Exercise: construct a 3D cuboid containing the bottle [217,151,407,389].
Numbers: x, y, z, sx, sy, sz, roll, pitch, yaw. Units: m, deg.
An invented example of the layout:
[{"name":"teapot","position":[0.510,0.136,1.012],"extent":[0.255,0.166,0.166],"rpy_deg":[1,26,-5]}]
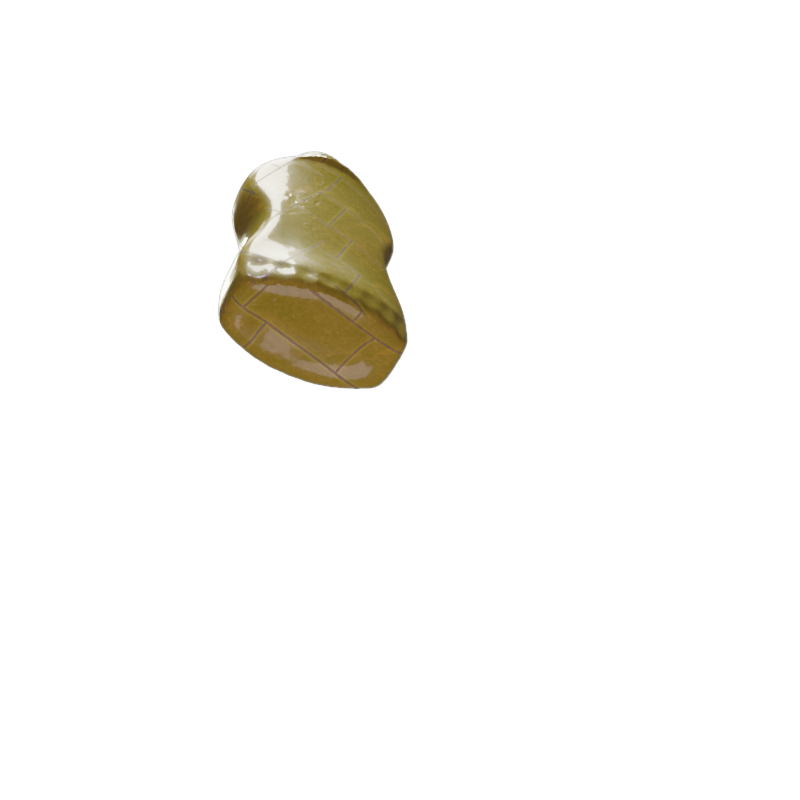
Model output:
[{"name":"bottle","position":[-0.049,-0.090,0.631],"extent":[0.093,0.056,0.205],"rpy_deg":[19,32,-16]}]
